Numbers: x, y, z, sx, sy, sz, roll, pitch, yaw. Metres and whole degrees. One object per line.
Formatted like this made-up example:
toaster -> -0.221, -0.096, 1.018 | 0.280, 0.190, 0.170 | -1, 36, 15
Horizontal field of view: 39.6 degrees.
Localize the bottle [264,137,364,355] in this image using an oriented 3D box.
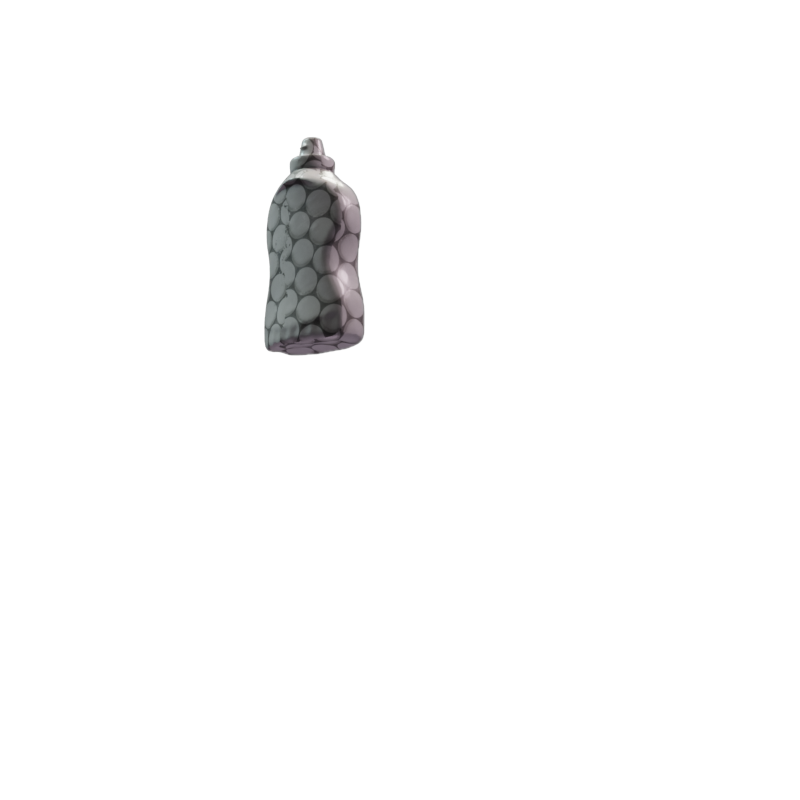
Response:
bottle -> -0.077, -0.140, 0.980 | 0.098, 0.199, 0.055 | -14, -20, 42
